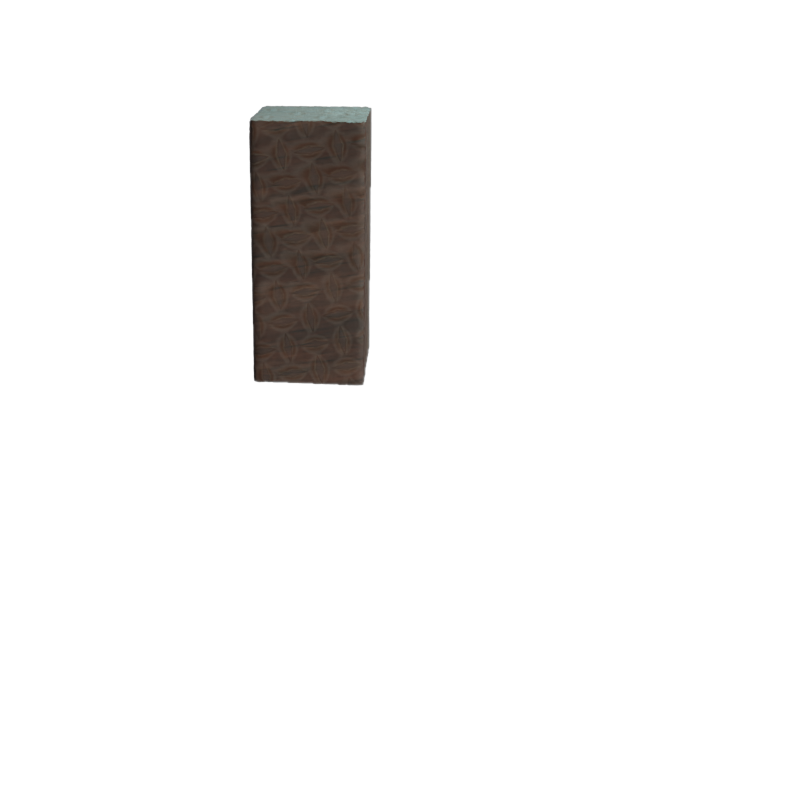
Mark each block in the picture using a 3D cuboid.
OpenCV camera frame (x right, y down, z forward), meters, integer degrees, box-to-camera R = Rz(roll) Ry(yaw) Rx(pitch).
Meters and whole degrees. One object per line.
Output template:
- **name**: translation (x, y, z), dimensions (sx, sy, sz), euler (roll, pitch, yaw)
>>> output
- **block**: translation (-0.070, -0.126, 0.882), dimensions (0.091, 0.199, 0.094), euler (2, 16, 2)
